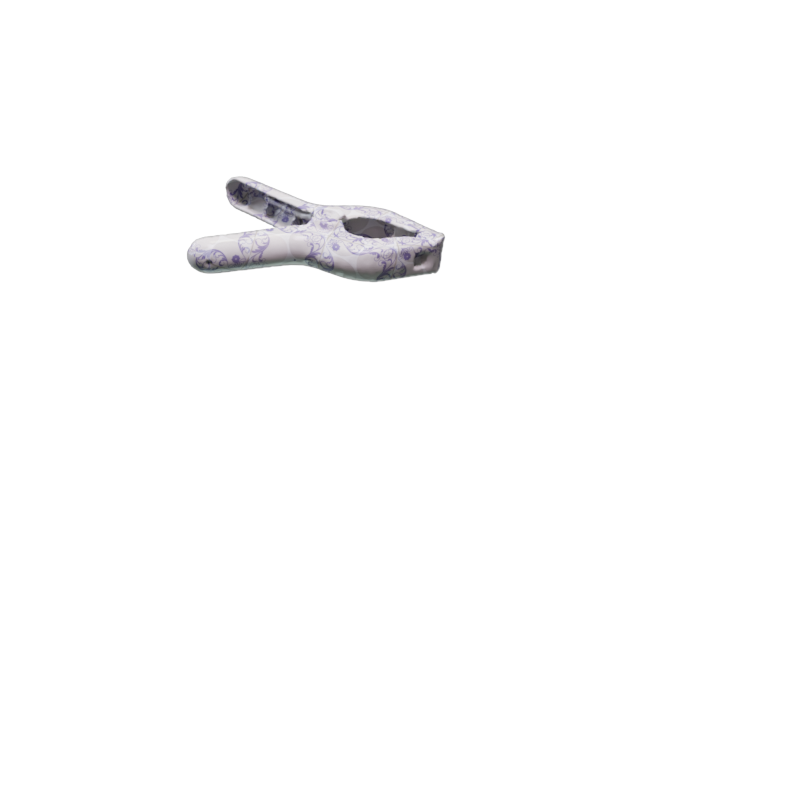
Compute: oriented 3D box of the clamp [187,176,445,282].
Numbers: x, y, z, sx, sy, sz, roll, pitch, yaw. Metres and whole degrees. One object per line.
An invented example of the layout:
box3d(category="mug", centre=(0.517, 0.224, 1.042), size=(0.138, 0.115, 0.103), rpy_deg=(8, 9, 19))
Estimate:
box3d(category="clamp", centre=(-0.060, -0.109, 0.760), size=(0.176, 0.037, 0.125), rpy_deg=(11, 40, 14))
